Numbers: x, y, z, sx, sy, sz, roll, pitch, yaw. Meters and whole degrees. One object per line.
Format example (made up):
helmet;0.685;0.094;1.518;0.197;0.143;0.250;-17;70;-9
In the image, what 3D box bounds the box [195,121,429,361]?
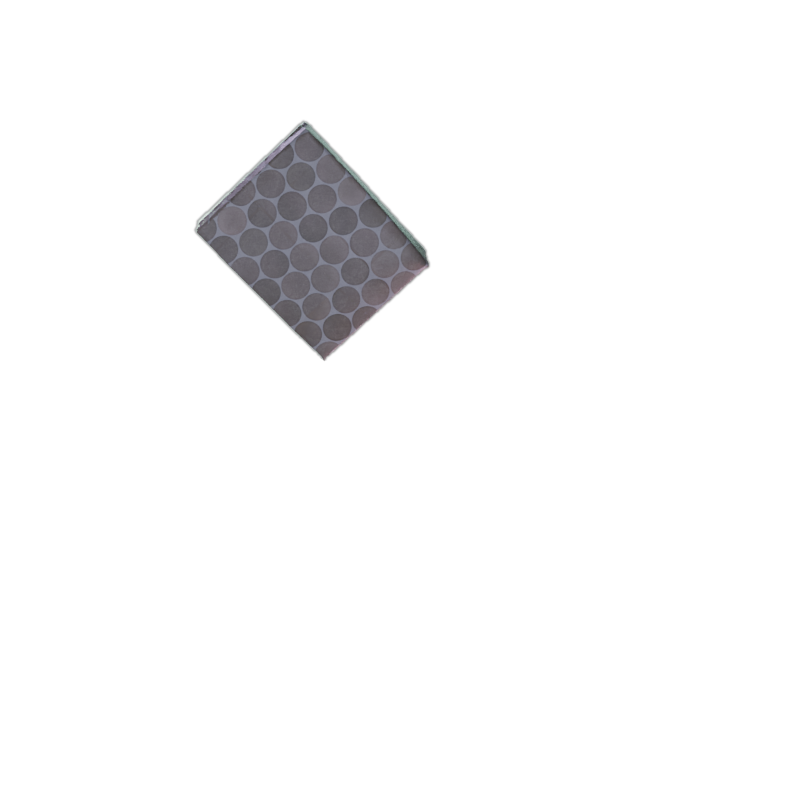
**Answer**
box;-0.051;-0.094;0.658;0.089;0.111;0.040;-42;10;8
